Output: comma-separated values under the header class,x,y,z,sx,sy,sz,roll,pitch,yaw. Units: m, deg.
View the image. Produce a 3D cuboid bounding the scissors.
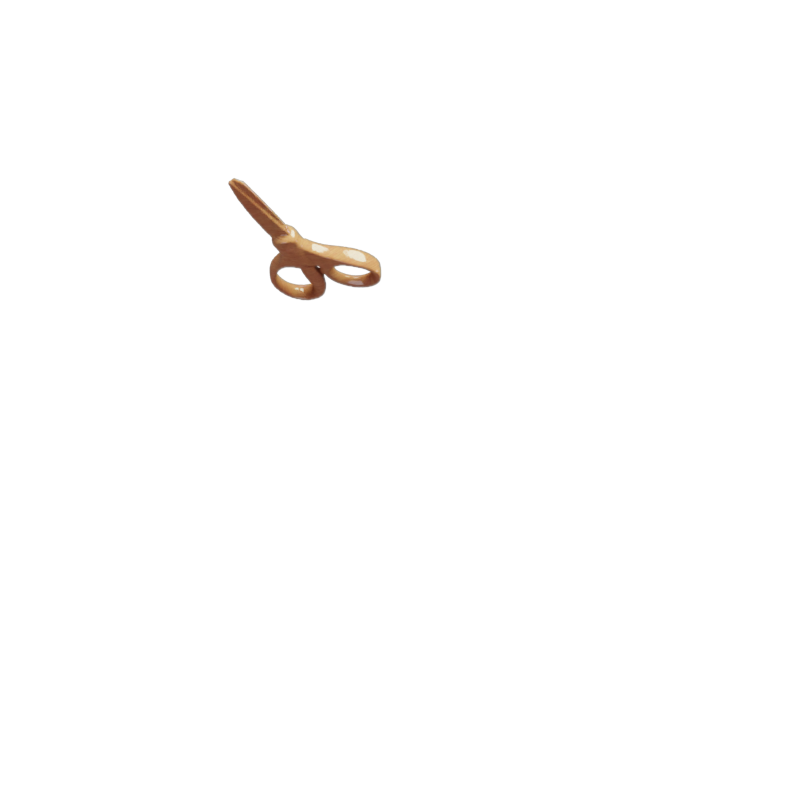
class,x,y,z,sx,sy,sz,roll,pitch,yaw
scissors,-0.063,-0.115,0.808,0.096,0.016,0.192,0,-17,1
